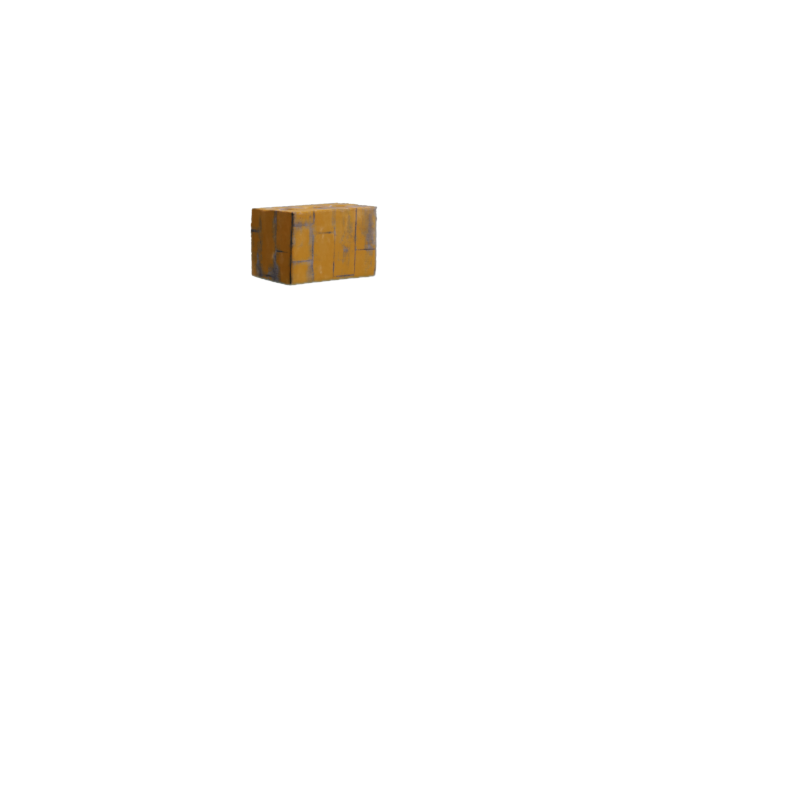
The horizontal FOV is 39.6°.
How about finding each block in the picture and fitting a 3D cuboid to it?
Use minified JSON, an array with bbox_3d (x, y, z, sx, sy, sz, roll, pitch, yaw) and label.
[{"bbox_3d":[-0.062,-0.114,0.798,0.076,0.050,0.055,-10,15,-38],"label":"block"}]
